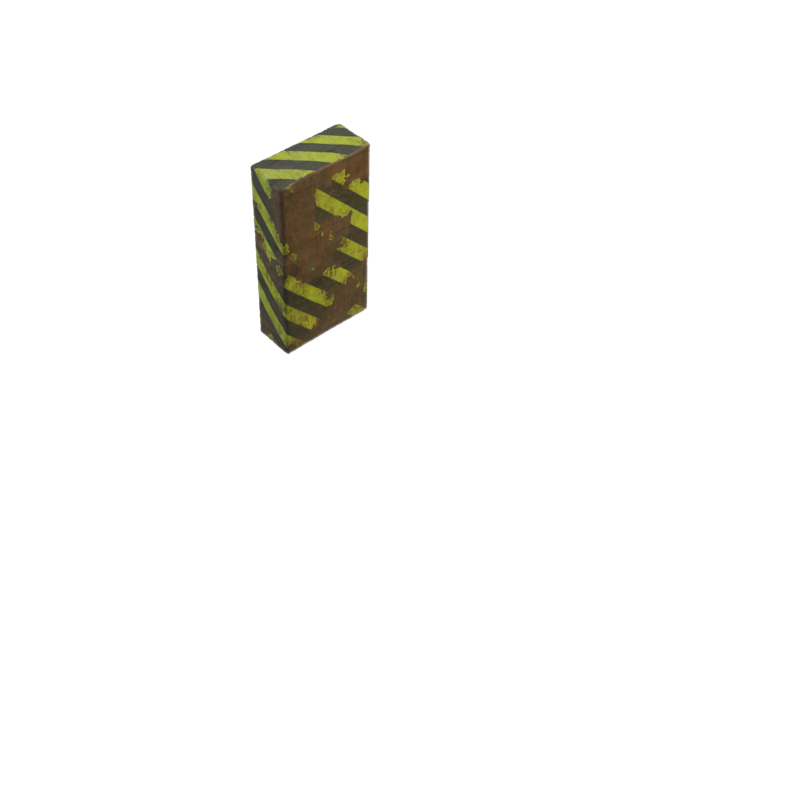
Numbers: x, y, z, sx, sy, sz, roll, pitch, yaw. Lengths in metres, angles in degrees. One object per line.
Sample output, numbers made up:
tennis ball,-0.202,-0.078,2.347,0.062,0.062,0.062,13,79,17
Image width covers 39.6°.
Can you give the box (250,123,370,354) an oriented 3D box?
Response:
box,-0.071,-0.129,0.908,0.093,0.164,0.051,-32,56,-30
